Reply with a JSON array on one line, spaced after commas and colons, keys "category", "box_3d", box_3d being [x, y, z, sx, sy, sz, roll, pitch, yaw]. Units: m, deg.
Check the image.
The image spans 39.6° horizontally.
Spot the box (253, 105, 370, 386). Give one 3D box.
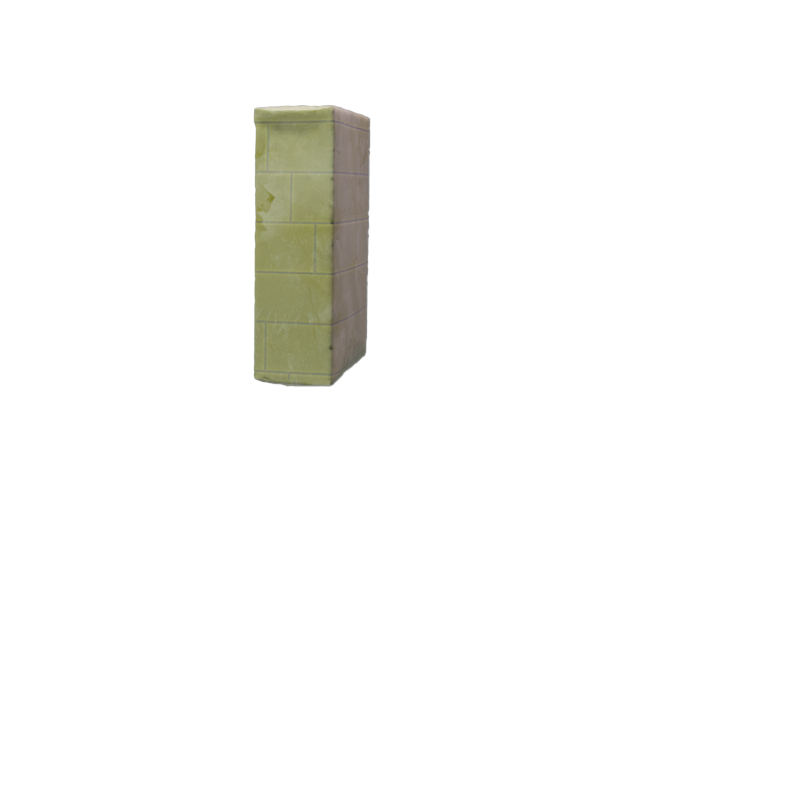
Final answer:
[{"category": "box", "box_3d": [-0.071, -0.130, 0.911, 0.073, 0.212, 0.164, 1, 6, 9]}]
